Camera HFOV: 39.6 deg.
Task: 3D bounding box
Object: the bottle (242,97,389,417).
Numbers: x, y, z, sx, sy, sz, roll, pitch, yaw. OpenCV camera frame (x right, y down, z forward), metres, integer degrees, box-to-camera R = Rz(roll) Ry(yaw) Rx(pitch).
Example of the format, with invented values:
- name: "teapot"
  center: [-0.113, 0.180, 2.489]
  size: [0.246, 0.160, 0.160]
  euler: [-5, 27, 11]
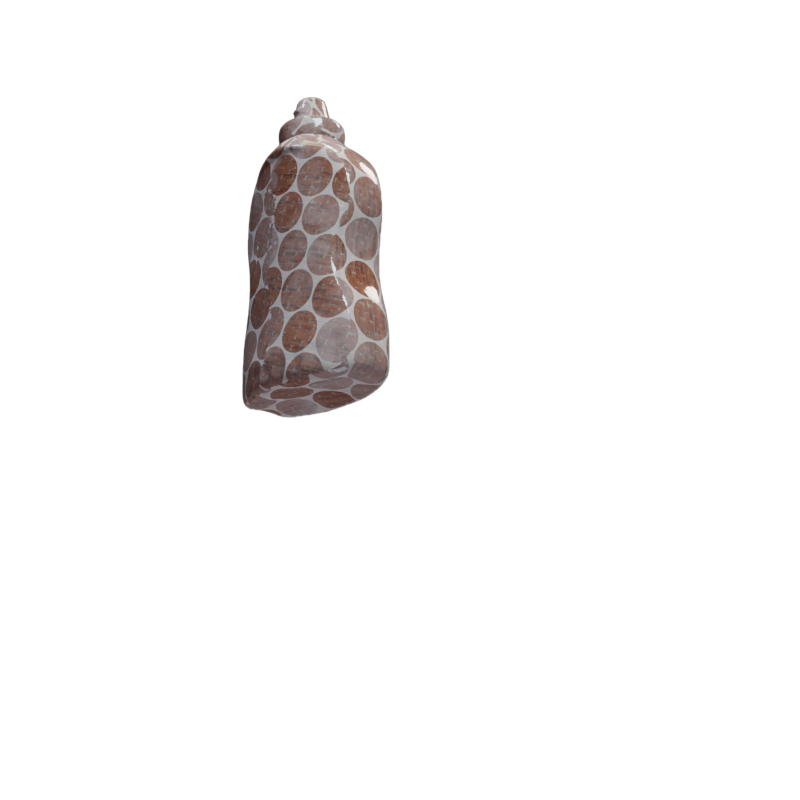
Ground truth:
- name: "bottle"
  center: [-0.051, -0.093, 0.652]
  size: [0.055, 0.202, 0.096]
  euler: [18, -31, -37]
